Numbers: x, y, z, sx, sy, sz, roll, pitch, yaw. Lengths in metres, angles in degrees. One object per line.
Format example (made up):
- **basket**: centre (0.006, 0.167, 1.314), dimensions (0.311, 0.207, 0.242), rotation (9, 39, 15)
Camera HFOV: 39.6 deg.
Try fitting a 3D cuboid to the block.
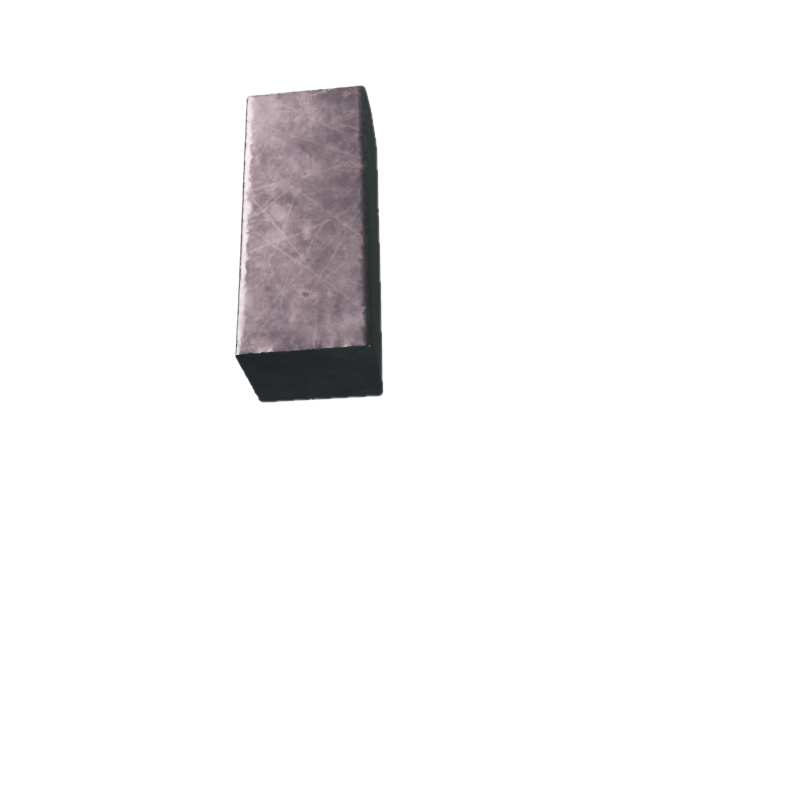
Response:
- **block**: centre (-0.062, -0.113, 0.792), dimensions (0.091, 0.219, 0.084), rotation (-5, -27, 5)
